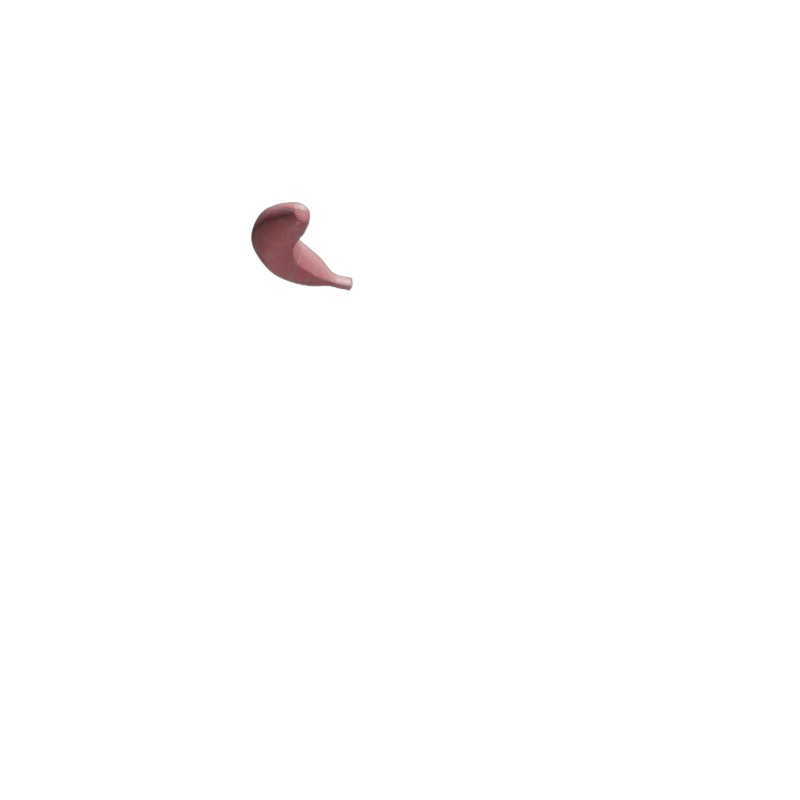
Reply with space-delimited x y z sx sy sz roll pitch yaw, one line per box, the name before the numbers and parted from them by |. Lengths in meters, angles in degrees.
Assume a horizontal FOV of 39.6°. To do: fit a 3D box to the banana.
banana | -0.090 -0.130 0.925 0.070 0.038 0.189 -2 -9 9
